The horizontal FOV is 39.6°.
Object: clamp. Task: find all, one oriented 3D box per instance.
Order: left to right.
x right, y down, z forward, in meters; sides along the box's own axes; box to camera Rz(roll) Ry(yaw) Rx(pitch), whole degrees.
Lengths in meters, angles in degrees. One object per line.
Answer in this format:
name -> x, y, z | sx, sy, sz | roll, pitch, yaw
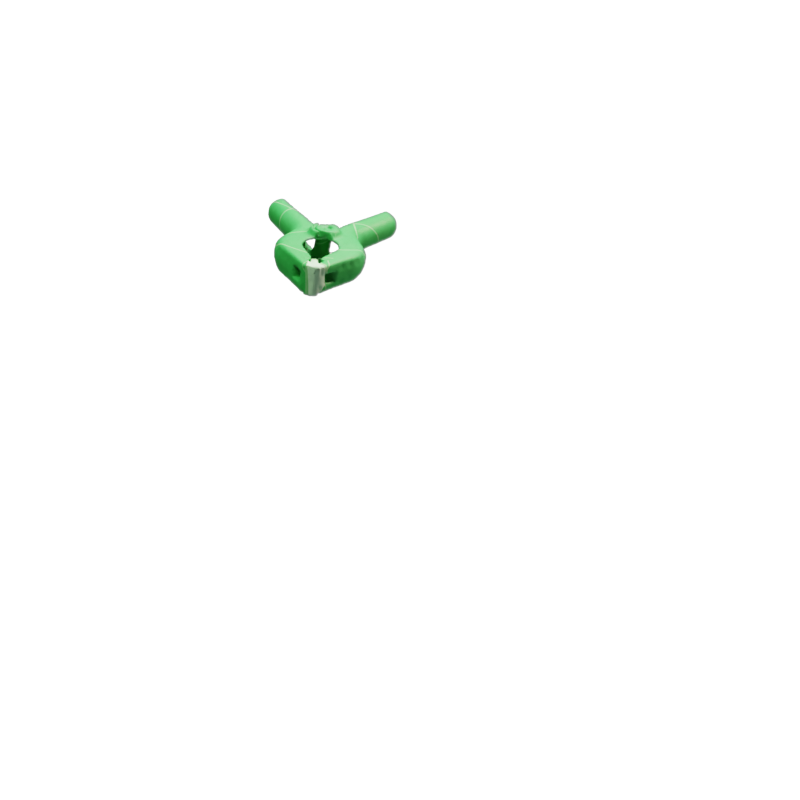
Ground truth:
clamp -> -0.077, -0.141, 0.985 | 0.123, 0.037, 0.176 | 6, 25, 12
